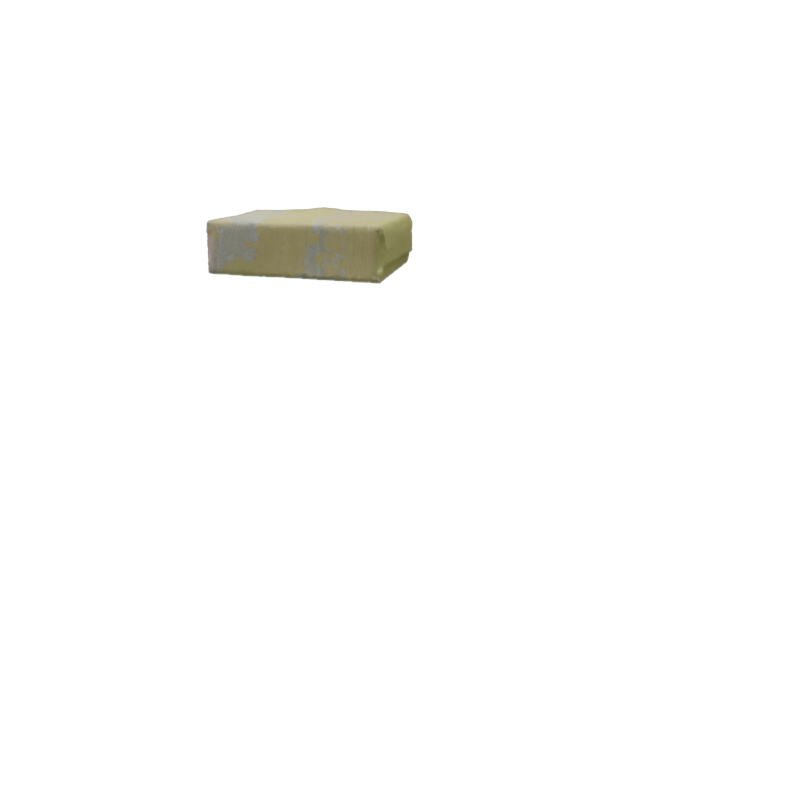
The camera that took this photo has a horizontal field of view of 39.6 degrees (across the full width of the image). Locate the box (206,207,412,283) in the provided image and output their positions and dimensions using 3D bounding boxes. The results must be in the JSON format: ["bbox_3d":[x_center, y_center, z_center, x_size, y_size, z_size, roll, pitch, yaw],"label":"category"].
[{"bbox_3d":[-0.044,-0.080,0.561,0.091,0.029,0.073,3,13,14],"label":"box"}]
